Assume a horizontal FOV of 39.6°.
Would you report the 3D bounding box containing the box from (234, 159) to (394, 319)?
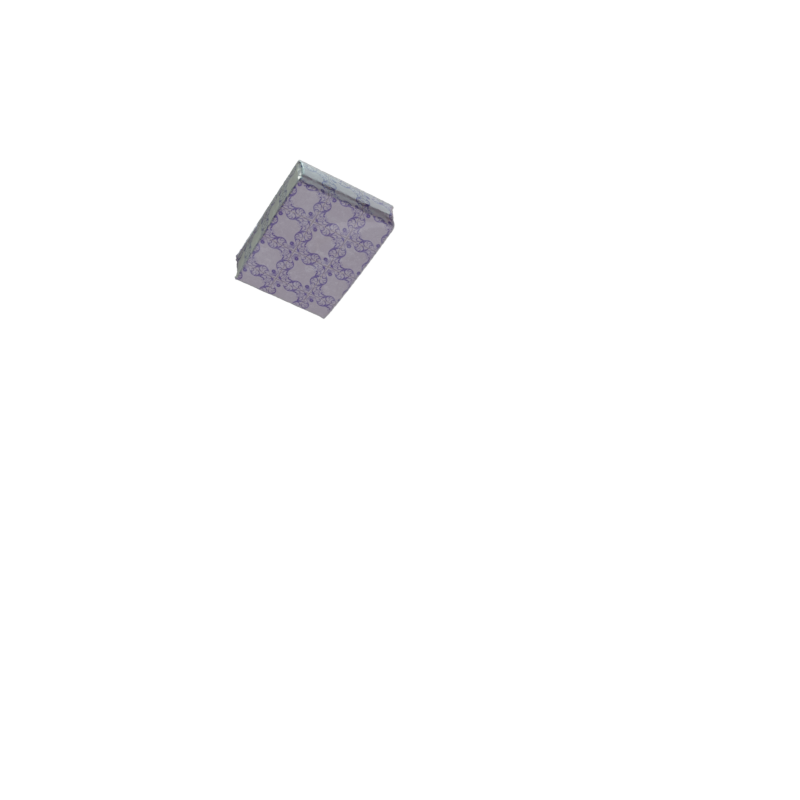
[{"bbox_3d":[-0.071,-0.129,0.905,0.087,0.110,0.042,26,31,-18],"label":"box"}]
